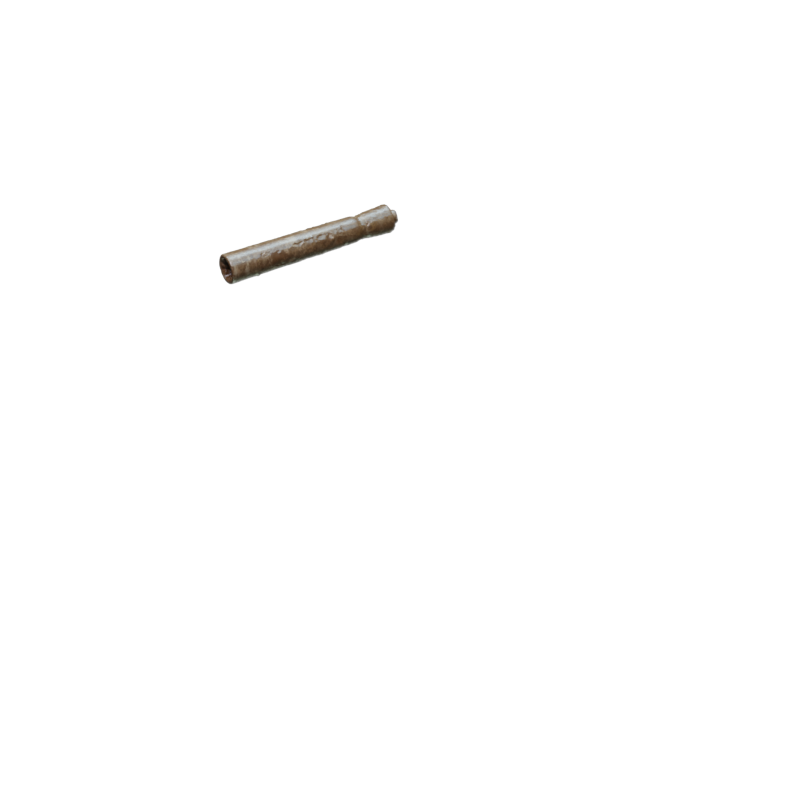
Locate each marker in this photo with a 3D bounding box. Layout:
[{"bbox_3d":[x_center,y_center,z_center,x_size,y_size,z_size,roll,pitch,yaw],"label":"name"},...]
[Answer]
[{"bbox_3d":[-0.053,-0.097,0.681,0.120,0.019,0.020,-22,14,-26],"label":"marker"}]
